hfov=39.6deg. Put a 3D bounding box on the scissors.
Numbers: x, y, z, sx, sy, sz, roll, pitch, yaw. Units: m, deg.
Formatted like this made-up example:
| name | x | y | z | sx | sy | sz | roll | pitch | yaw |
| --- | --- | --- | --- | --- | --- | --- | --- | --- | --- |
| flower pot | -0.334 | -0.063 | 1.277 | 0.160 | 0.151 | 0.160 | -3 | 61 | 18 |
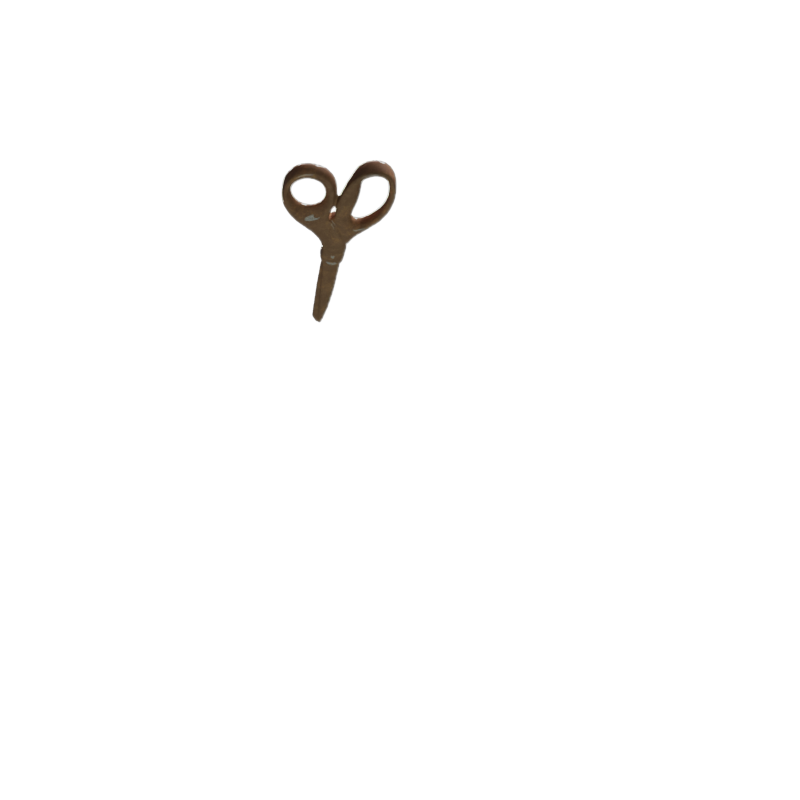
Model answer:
| name | x | y | z | sx | sy | sz | roll | pitch | yaw |
| --- | --- | --- | --- | --- | --- | --- | --- | --- | --- |
| scissors | -0.070 | -0.128 | 0.895 | 0.093 | 0.017 | 0.195 | 15 | -37 | -21 |
